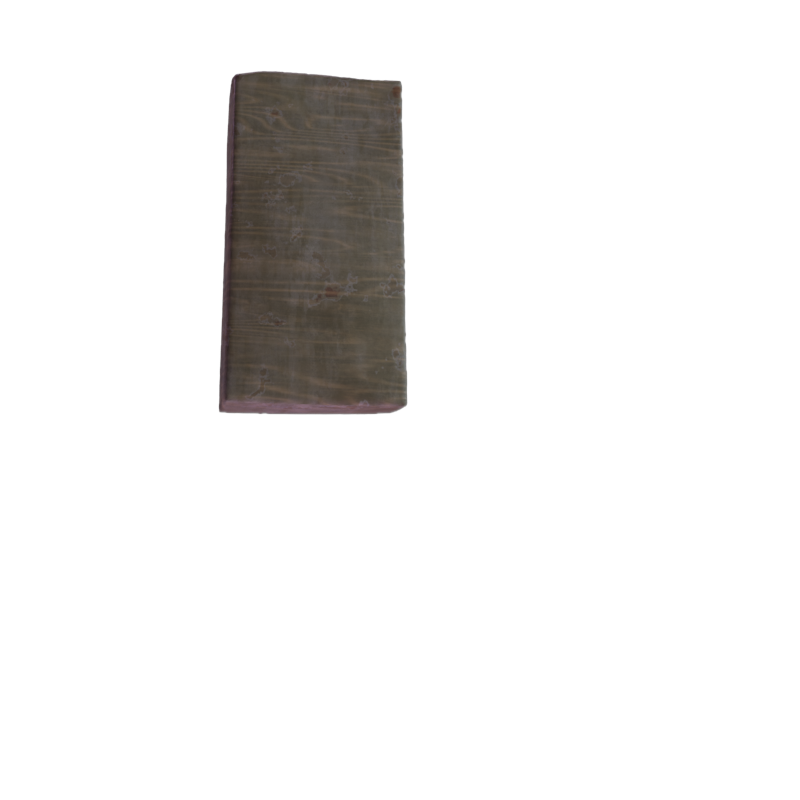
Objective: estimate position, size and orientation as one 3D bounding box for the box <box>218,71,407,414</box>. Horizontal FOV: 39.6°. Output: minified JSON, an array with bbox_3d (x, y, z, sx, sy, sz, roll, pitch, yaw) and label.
[{"bbox_3d":[-0.045,-0.082,0.577,0.092,0.182,0.047,1,-14,-9],"label":"box"}]
